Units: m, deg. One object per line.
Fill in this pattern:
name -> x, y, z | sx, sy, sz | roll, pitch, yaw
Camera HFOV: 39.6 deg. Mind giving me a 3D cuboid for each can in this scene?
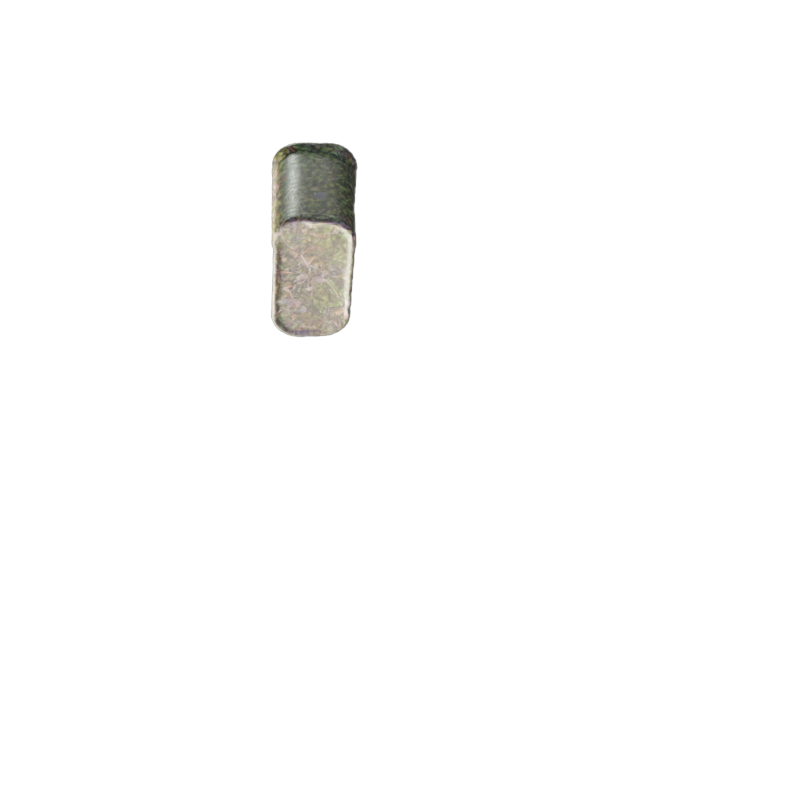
can -> -0.057, -0.104, 0.729 | 0.057, 0.095, 0.090 | 1, 41, -4
